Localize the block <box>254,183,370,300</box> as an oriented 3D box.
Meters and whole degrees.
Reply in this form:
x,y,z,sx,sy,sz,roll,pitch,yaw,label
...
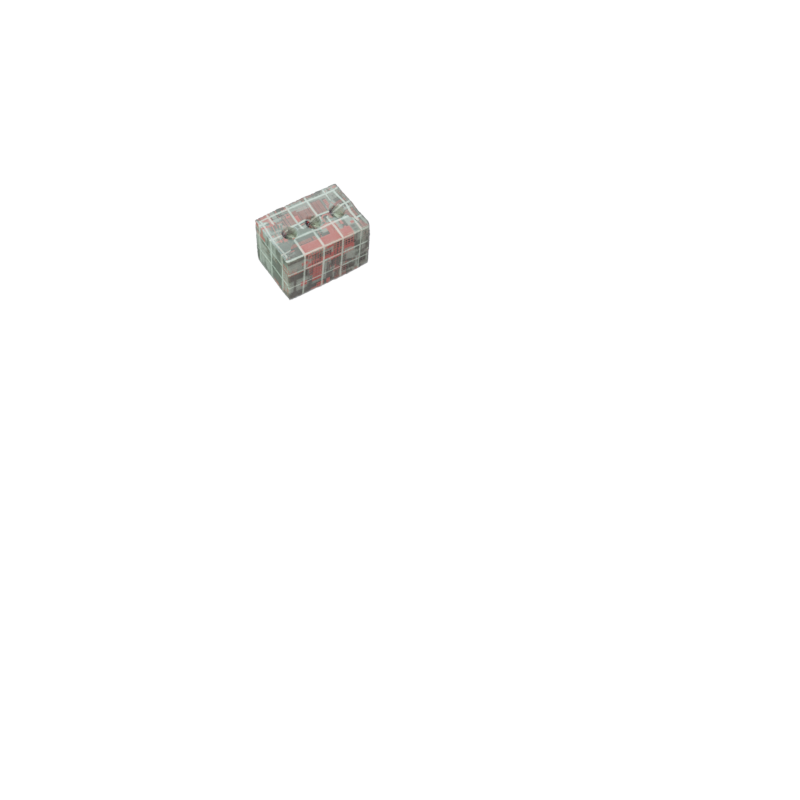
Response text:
x,y,z,sx,sy,sz,roll,pitch,yaw,label
-0.070,-0.127,0.889,0.078,0.056,0.048,-28,-30,-20,block
